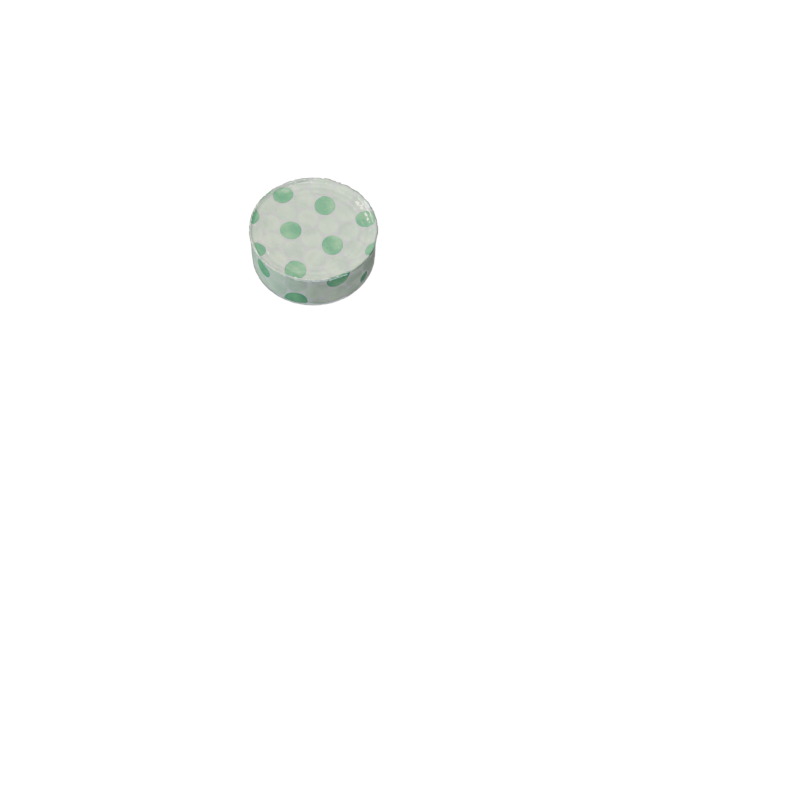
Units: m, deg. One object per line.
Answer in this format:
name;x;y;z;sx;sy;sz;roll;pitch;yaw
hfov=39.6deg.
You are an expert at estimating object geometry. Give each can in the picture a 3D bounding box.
can;-0.059;-0.107;0.747;0.086;0.092;0.031;-1;-34;-1
